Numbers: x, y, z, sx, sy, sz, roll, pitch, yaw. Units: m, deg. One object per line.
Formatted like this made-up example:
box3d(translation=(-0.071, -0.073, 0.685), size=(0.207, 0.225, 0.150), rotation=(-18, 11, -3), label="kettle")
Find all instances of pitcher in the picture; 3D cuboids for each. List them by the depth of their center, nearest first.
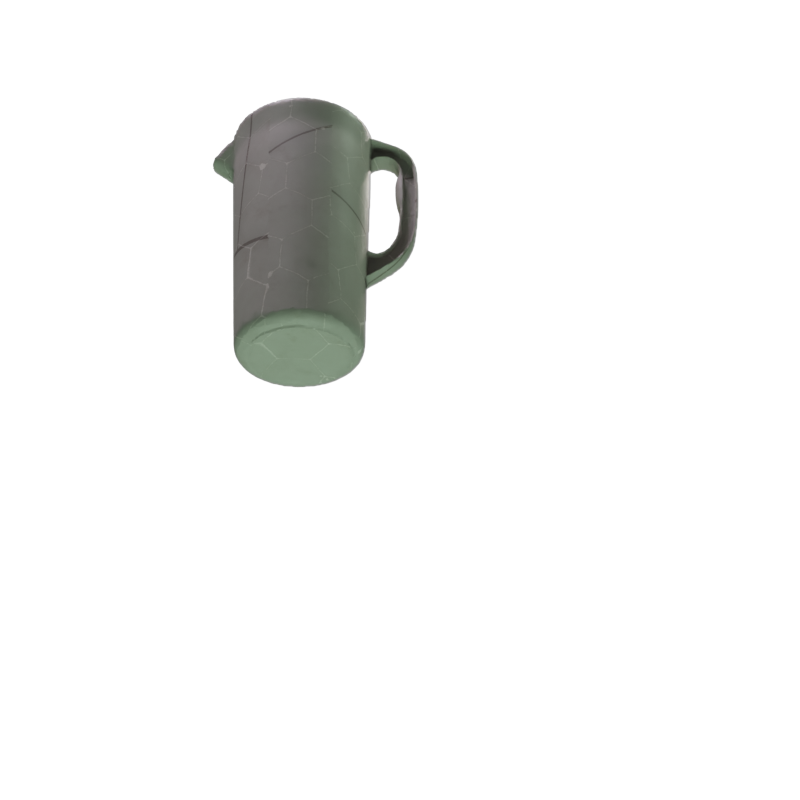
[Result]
box3d(translation=(-0.076, -0.139, 0.973), size=(0.148, 0.260, 0.136), rotation=(-31, -45, 34), label="pitcher")
